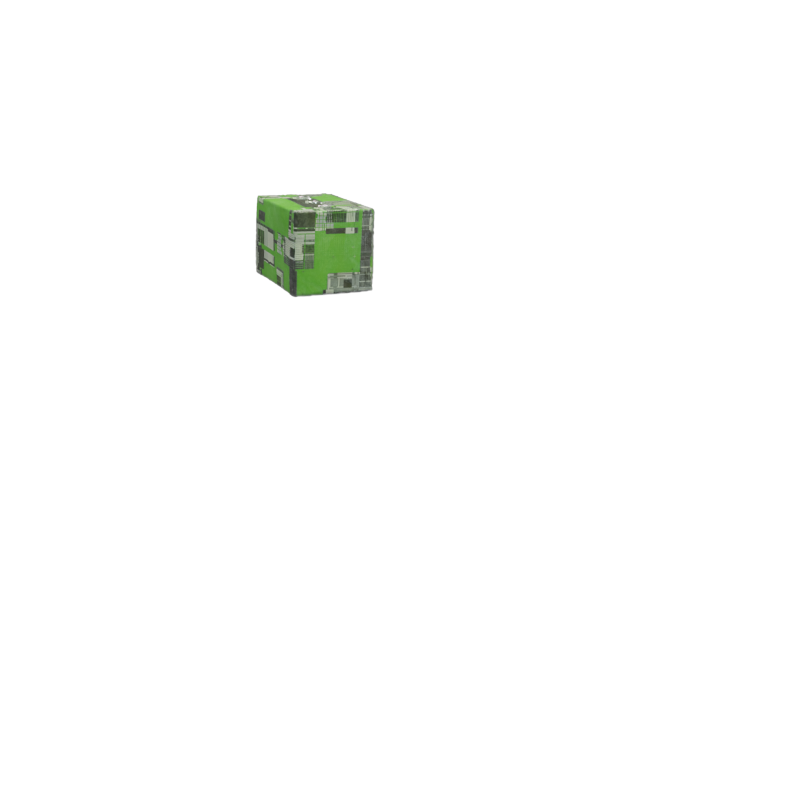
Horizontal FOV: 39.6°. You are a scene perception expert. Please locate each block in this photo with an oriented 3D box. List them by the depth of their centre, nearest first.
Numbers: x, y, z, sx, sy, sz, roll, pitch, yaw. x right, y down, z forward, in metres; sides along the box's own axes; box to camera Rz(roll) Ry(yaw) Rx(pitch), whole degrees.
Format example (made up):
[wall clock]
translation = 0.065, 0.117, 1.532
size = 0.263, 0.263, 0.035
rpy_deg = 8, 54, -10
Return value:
[block]
translation = -0.054, -0.098, 0.685
size = 0.051, 0.050, 0.082
rpy_deg = -5, 16, -22
